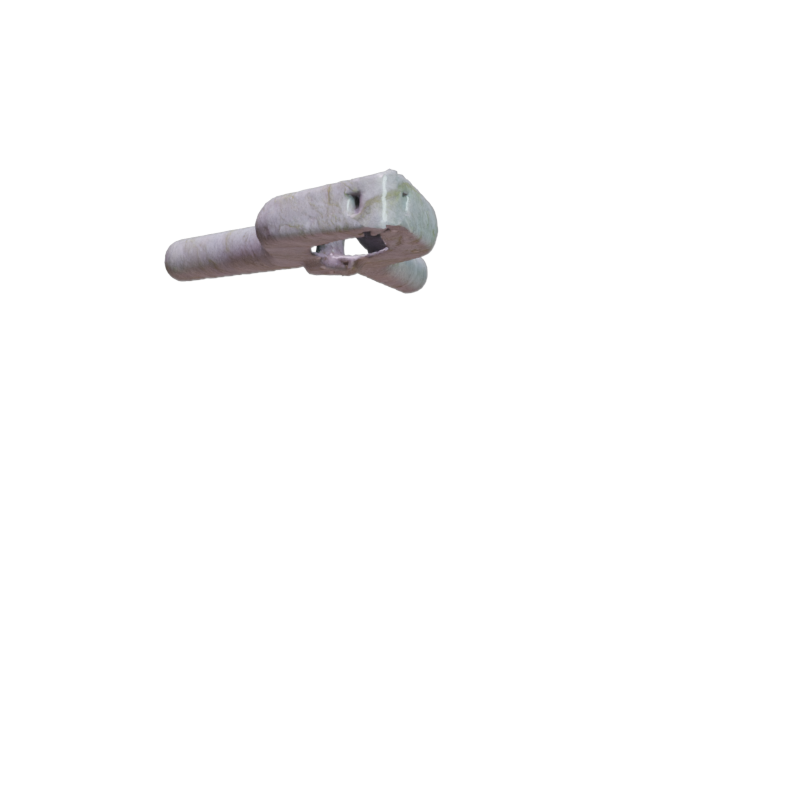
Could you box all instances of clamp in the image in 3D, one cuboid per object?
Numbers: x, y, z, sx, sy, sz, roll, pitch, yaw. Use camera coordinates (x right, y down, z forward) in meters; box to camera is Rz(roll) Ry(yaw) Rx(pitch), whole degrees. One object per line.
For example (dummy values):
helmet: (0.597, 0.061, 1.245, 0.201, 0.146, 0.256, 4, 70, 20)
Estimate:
clamp: (-0.047, -0.086, 0.606, 0.163, 0.037, 0.208, 1, -3, -9)
